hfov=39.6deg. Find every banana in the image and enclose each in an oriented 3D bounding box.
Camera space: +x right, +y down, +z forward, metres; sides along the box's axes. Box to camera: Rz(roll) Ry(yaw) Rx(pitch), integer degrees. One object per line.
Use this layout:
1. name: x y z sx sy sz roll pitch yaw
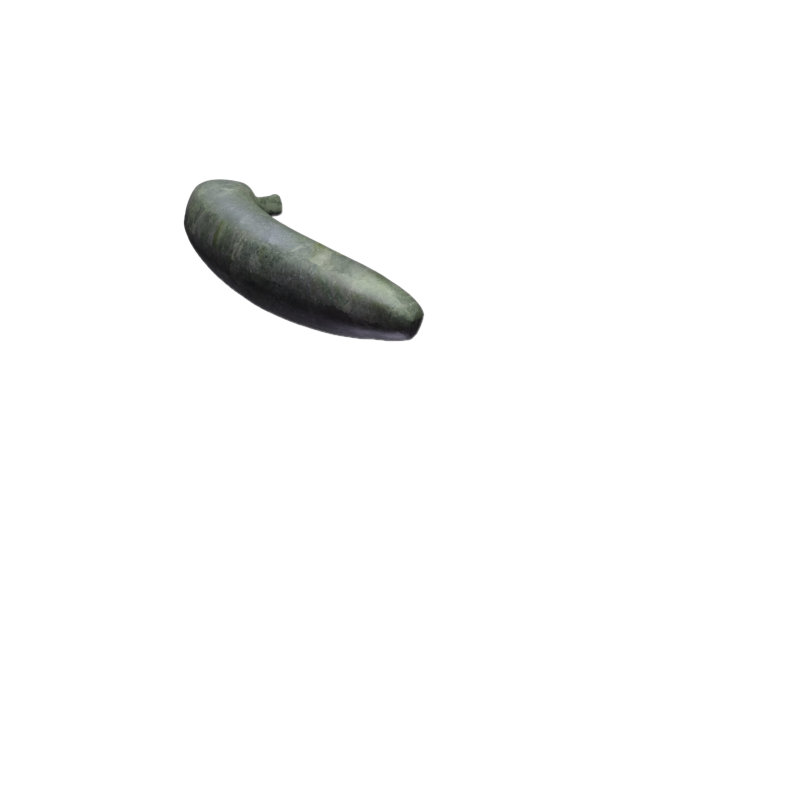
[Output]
1. banana: -0.059 -0.072 0.513 0.068 0.035 0.212 -9 28 -20
